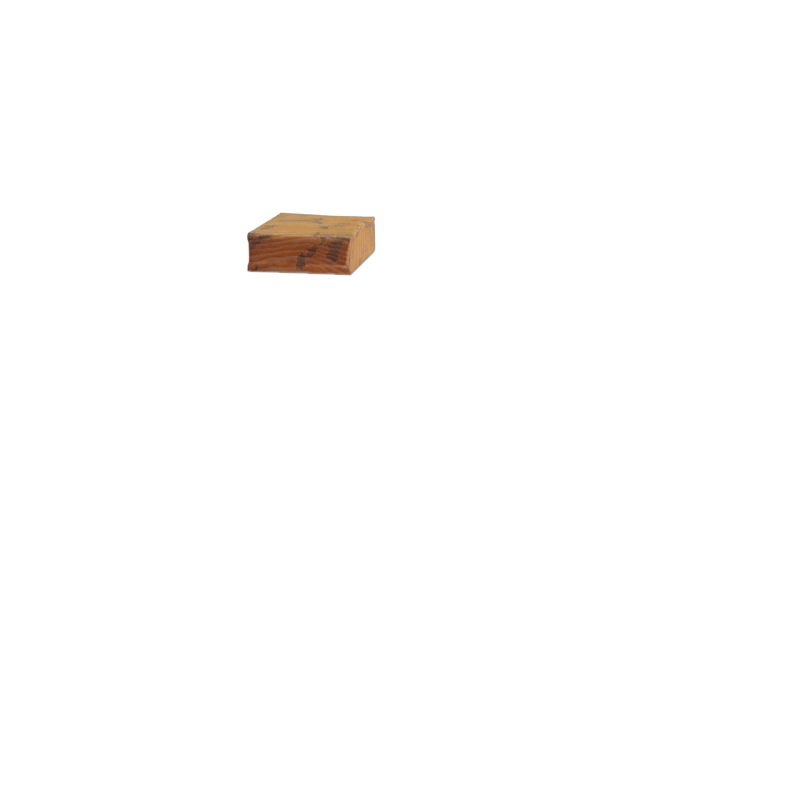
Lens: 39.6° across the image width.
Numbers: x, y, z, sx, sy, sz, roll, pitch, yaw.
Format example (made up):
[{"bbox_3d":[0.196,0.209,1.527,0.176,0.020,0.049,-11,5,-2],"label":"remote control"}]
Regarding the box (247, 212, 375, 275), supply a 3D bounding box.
[{"bbox_3d":[-0.061,-0.111,0.780,0.074,0.029,0.091,4,18,11],"label":"box"}]
